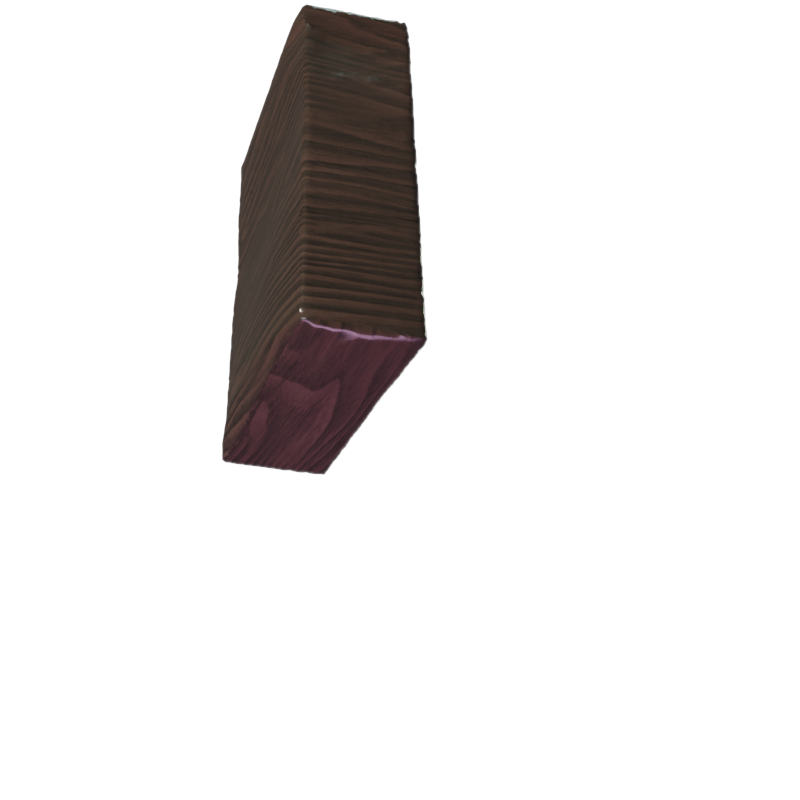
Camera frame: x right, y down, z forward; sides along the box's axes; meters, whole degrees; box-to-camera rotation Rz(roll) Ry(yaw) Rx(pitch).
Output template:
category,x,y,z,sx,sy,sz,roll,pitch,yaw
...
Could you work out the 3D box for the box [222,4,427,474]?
category,x,y,z,sx,sy,sz,roll,pitch,yaw
box,-0.049,-0.090,0.631,0.070,0.228,0.158,9,-33,-18
